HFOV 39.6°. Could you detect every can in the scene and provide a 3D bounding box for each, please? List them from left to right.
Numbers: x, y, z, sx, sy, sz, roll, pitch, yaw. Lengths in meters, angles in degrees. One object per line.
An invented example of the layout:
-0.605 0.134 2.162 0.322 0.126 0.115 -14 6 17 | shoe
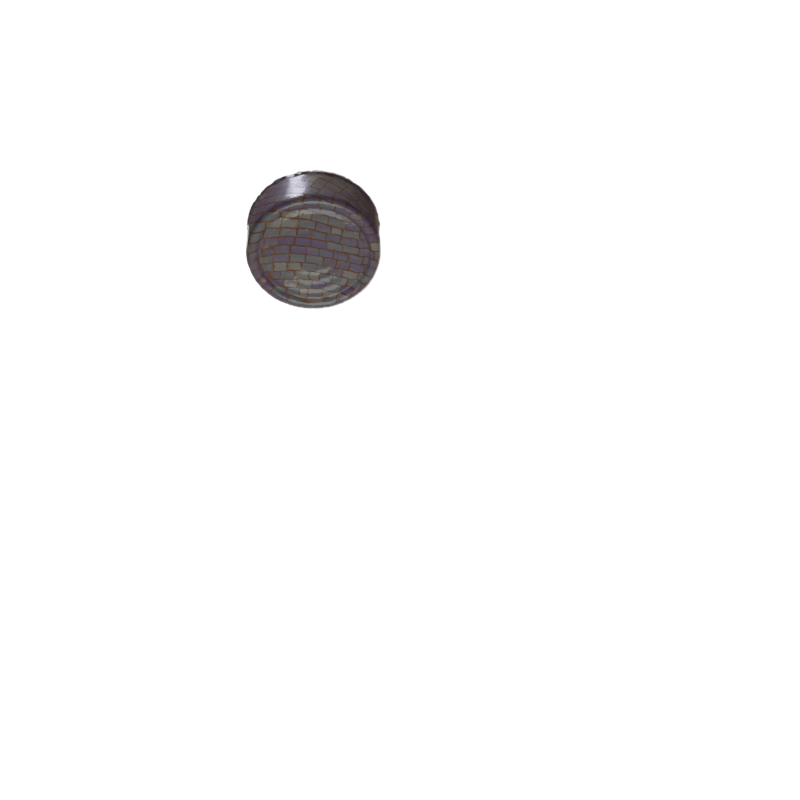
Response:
-0.055 -0.100 0.702 0.086 0.080 0.036 1 36 -1 | can
